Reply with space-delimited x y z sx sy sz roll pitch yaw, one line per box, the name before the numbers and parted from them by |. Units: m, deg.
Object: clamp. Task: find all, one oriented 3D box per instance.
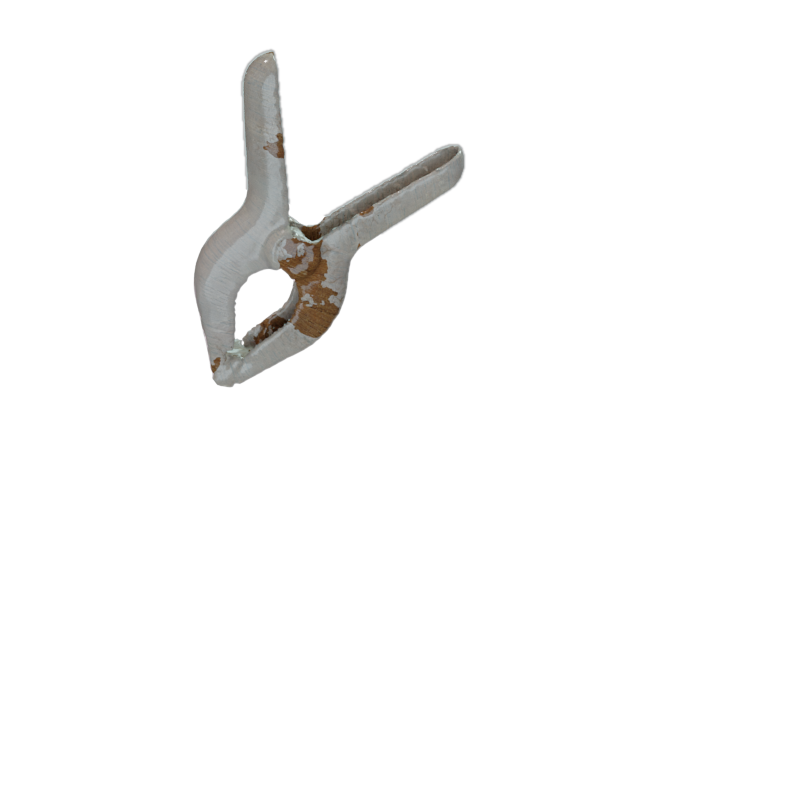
clamp | -0.044 -0.081 0.568 0.118 0.166 0.041 19 19 -8
